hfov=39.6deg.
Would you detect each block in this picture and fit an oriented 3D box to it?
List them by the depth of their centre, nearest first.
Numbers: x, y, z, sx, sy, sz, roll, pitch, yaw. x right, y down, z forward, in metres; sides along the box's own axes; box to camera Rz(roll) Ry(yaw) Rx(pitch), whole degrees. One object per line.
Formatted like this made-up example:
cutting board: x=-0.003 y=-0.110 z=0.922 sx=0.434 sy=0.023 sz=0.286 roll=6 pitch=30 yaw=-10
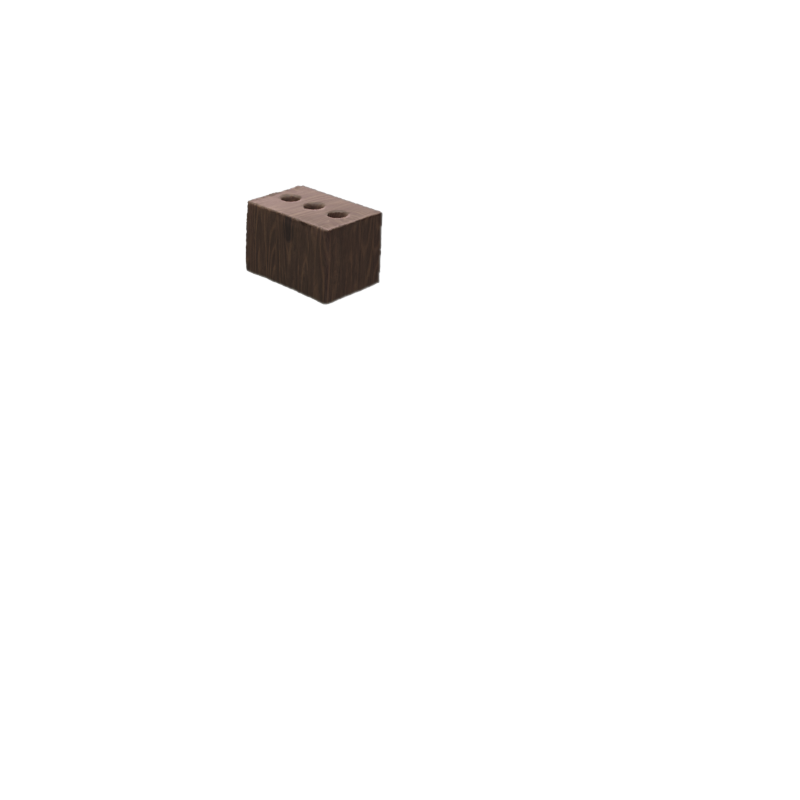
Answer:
block: x=-0.057 y=-0.103 z=0.725 sx=0.083 sy=0.049 sz=0.052 roll=24 pitch=34 yaw=38
